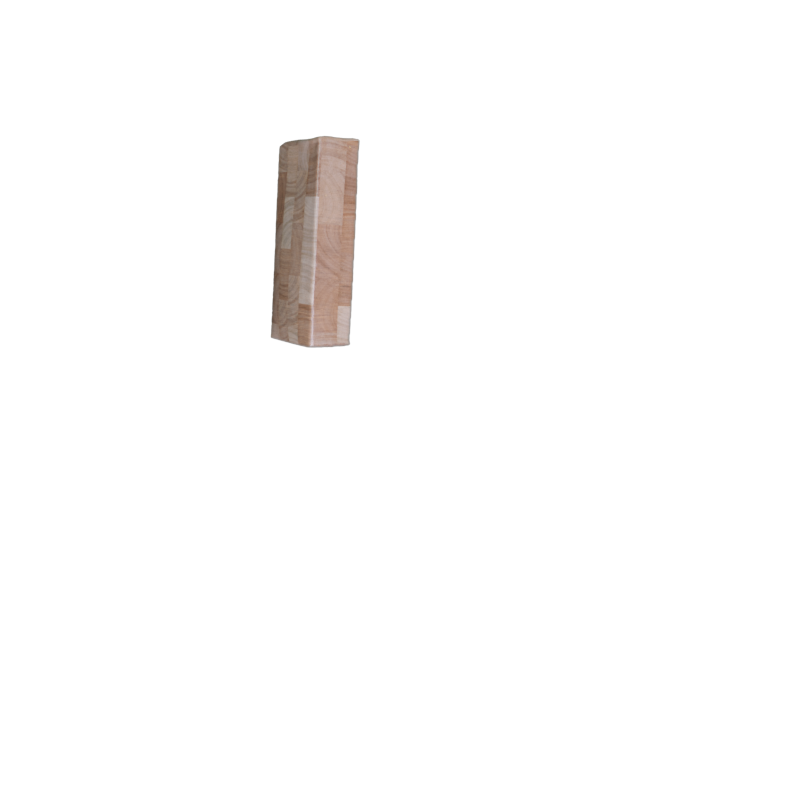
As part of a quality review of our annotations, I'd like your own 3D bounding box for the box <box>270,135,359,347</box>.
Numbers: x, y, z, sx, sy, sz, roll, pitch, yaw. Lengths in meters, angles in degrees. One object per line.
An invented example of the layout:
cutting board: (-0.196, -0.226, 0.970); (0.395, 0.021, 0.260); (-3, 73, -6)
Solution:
box: (-0.075, -0.137, 0.959); (0.047, 0.176, 0.096); (0, 2, -27)
